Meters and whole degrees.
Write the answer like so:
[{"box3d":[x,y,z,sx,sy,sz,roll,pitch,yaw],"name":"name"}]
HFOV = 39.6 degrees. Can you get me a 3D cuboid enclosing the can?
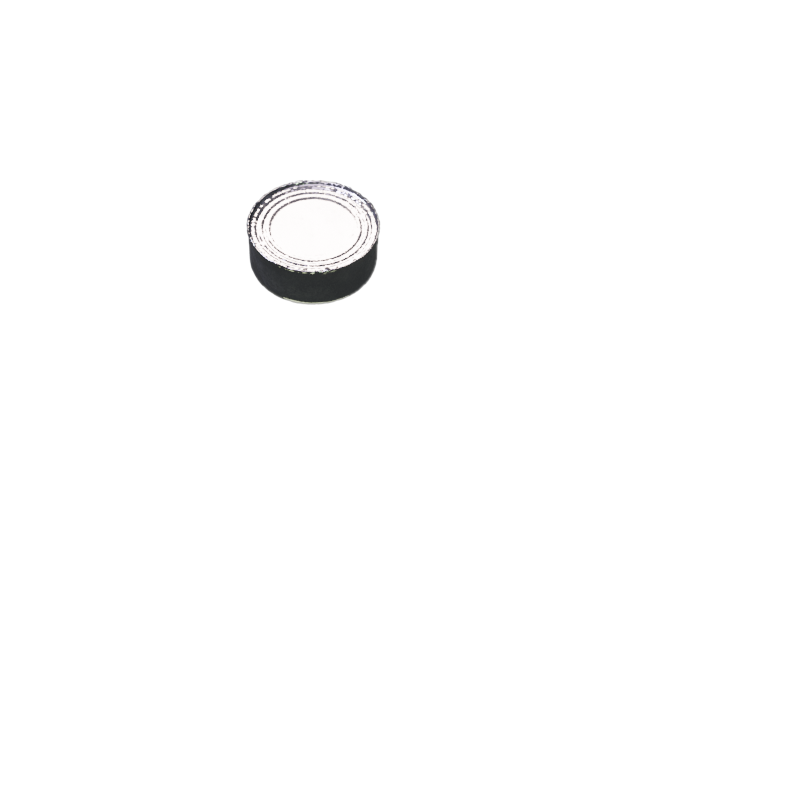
[{"box3d":[-0.057,-0.103,0.724,0.086,0.092,0.031,-1,-42,-1],"name":"can"}]
